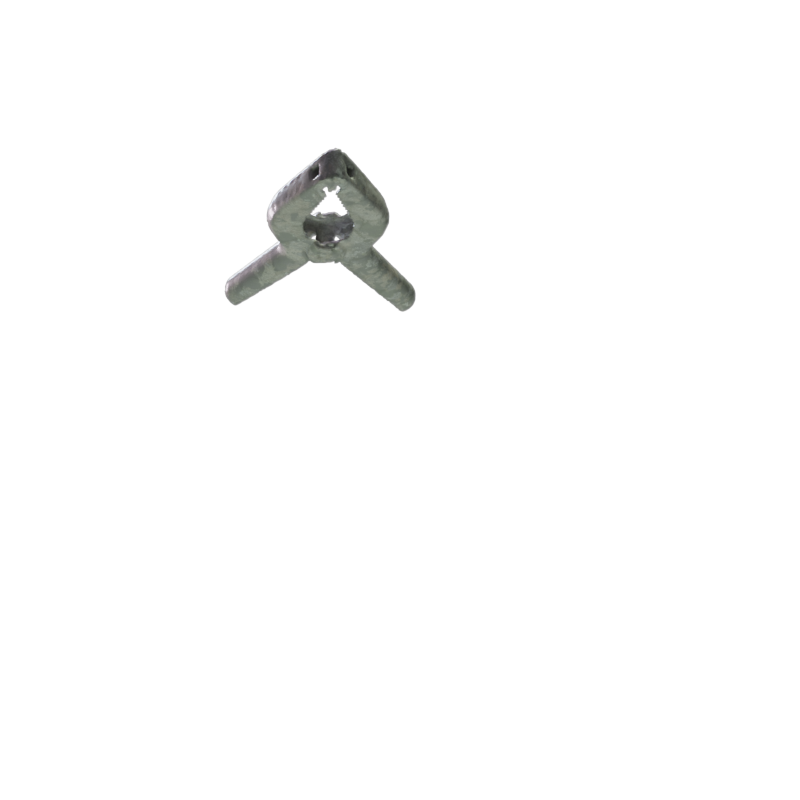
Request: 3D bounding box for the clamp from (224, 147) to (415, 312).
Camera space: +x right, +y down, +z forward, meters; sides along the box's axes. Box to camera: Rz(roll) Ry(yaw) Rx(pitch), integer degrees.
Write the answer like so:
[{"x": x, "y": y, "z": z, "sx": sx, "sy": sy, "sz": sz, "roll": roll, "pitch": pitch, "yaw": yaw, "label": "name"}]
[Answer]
[{"x": -0.070, "y": -0.127, "z": 0.892, "sx": 0.165, "sy": 0.039, "sz": 0.197, "roll": -1, "pitch": -27, "yaw": 2, "label": "clamp"}]
